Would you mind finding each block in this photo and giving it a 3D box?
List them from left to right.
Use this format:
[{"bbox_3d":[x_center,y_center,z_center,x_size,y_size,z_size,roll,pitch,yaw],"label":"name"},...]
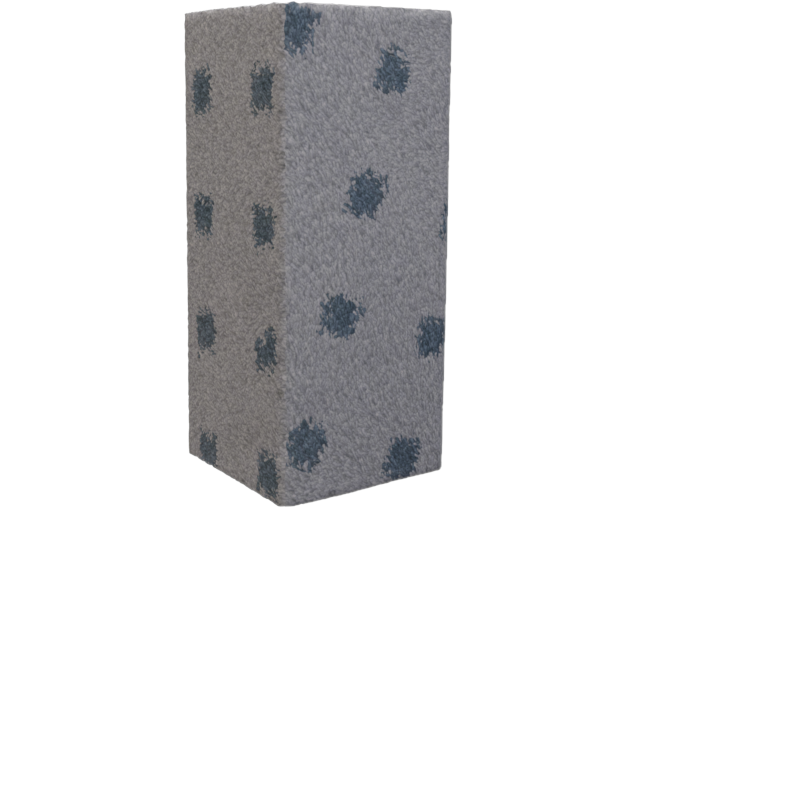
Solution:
[{"bbox_3d":[-0.039,-0.072,0.503,0.087,0.202,0.095,-6,11,-36],"label":"block"}]
